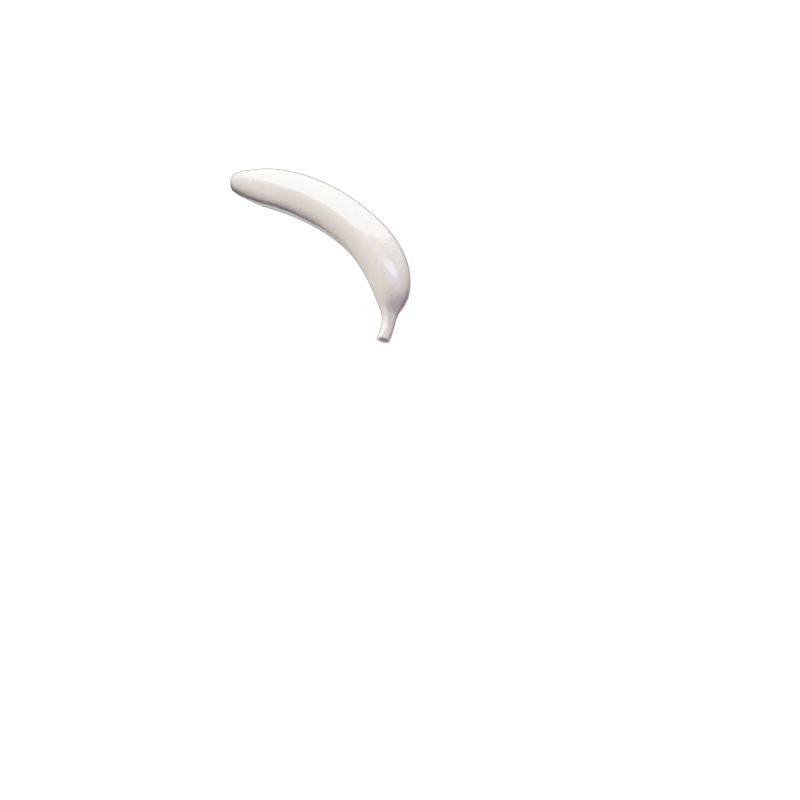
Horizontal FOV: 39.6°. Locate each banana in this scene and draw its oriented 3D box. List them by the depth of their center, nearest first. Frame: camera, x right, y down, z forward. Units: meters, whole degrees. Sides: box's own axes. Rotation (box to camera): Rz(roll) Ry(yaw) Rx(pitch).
[{"bbox_3d":[-0.055,-0.138,0.911,0.070,0.208,0.035,-38,-21,-18],"label":"banana"}]
